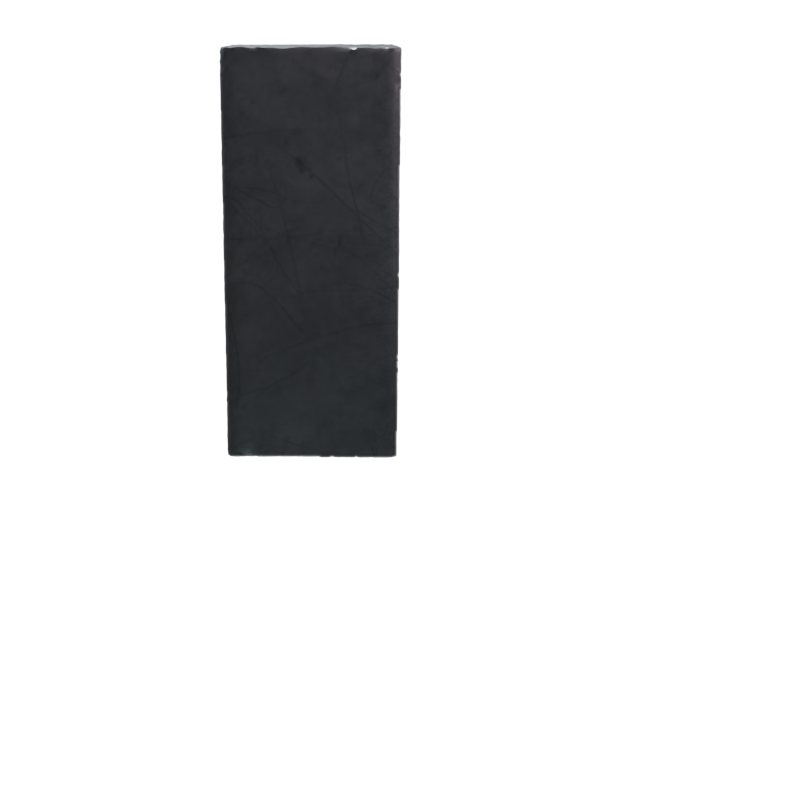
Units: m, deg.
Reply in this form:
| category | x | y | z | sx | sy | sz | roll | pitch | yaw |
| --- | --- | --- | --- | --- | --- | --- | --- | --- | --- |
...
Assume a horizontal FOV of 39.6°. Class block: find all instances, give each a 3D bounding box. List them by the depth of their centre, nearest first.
| category | x | y | z | sx | sy | sz | roll | pitch | yaw |
| --- | --- | --- | --- | --- | --- | --- | --- | --- | --- |
| block | -0.047 | -0.084 | 0.589 | 0.090 | 0.200 | 0.094 | 0 | 13 | -2 |
